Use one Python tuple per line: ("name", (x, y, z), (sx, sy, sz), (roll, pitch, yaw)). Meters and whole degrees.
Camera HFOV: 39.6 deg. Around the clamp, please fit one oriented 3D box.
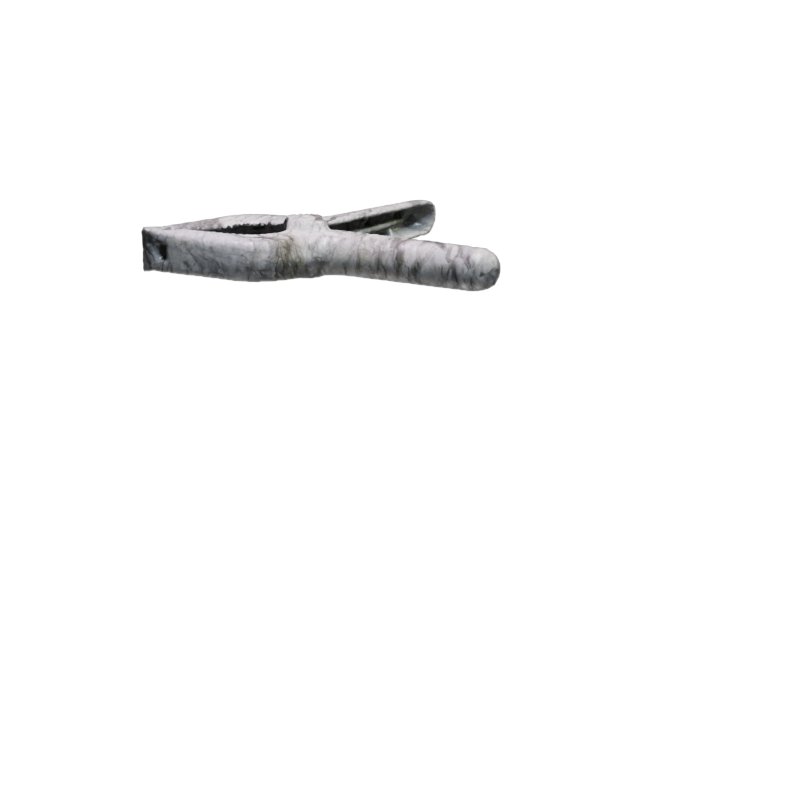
("clamp", (-0.055, -0.100, 0.700), (0.209, 0.035, 0.171), (-1, 19, -2))
